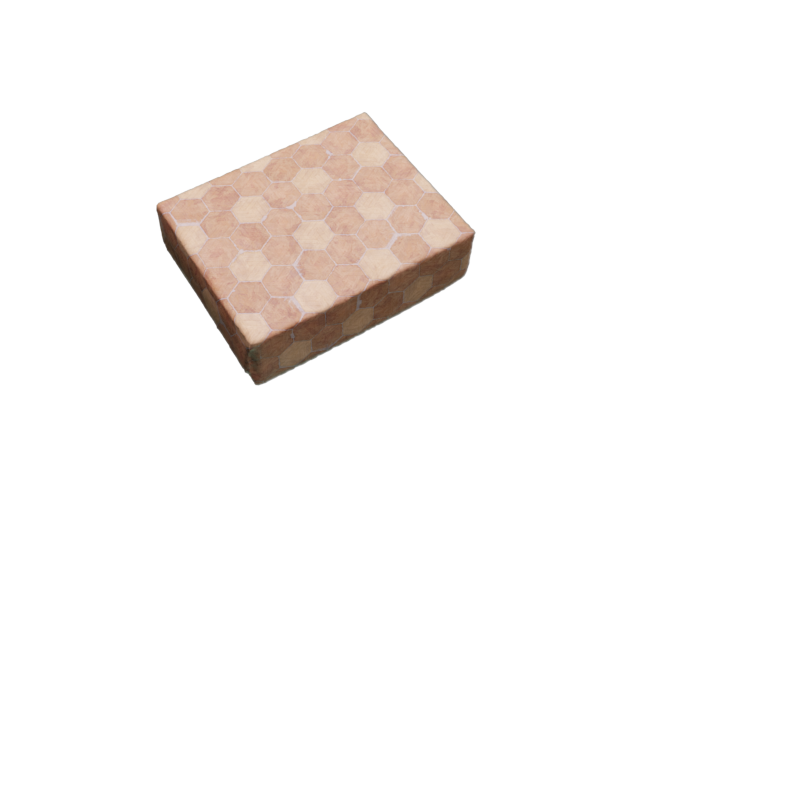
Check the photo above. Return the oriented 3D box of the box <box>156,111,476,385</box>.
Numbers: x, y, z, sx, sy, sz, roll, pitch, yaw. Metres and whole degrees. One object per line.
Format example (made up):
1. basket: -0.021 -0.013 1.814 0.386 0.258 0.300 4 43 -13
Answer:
1. box: -0.038 -0.070 0.492 0.113 0.096 0.036 -27 -32 -19
